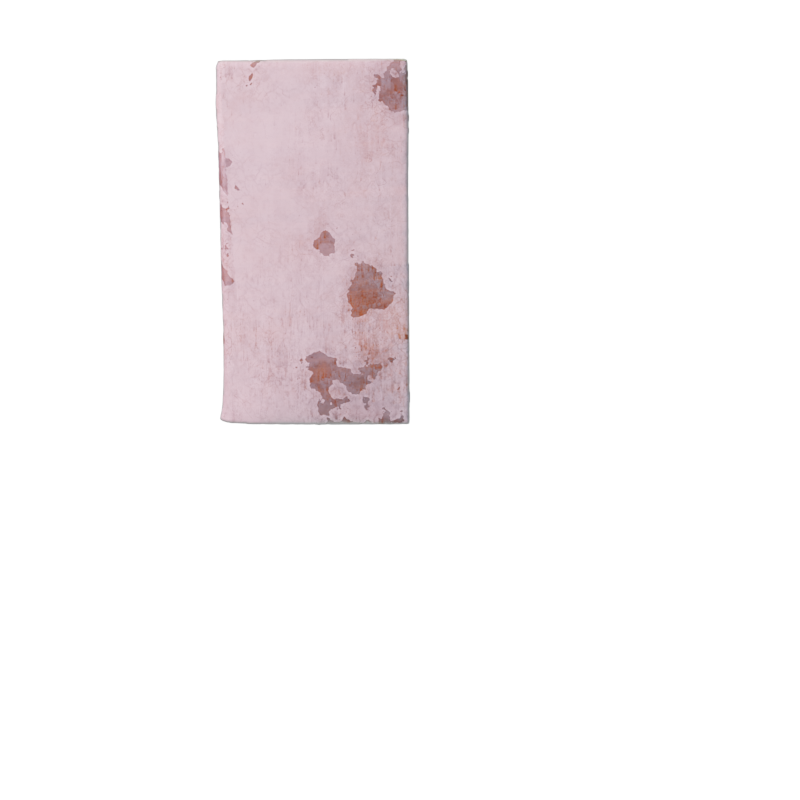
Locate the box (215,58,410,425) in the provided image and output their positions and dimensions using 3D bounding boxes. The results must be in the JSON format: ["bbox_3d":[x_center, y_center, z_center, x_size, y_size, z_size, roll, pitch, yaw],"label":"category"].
[{"bbox_3d":[-0.043,-0.078,0.546,0.093,0.175,0.048,0,4,-2],"label":"box"}]
